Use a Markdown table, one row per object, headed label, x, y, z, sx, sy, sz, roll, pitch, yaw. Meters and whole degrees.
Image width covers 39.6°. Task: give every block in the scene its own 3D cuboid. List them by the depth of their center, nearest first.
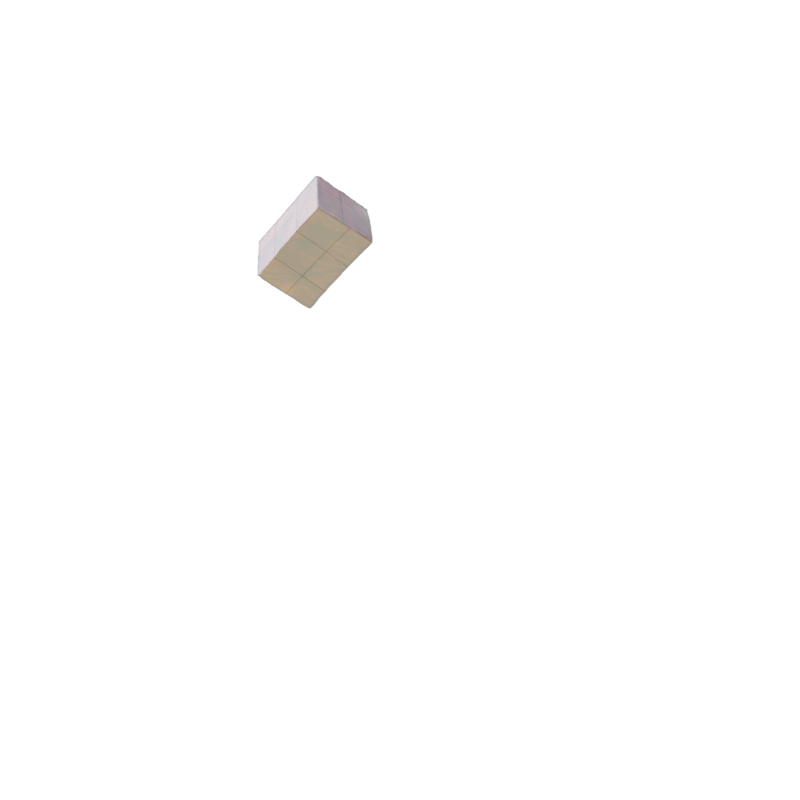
| label | x | y | z | sx | sy | sz | roll | pitch | yaw |
| --- | --- | --- | --- | --- | --- | --- | --- | --- | --- |
| block | -0.066 | -0.120 | 0.843 | 0.050 | 0.076 | 0.055 | 34 | 28 | -24 |
